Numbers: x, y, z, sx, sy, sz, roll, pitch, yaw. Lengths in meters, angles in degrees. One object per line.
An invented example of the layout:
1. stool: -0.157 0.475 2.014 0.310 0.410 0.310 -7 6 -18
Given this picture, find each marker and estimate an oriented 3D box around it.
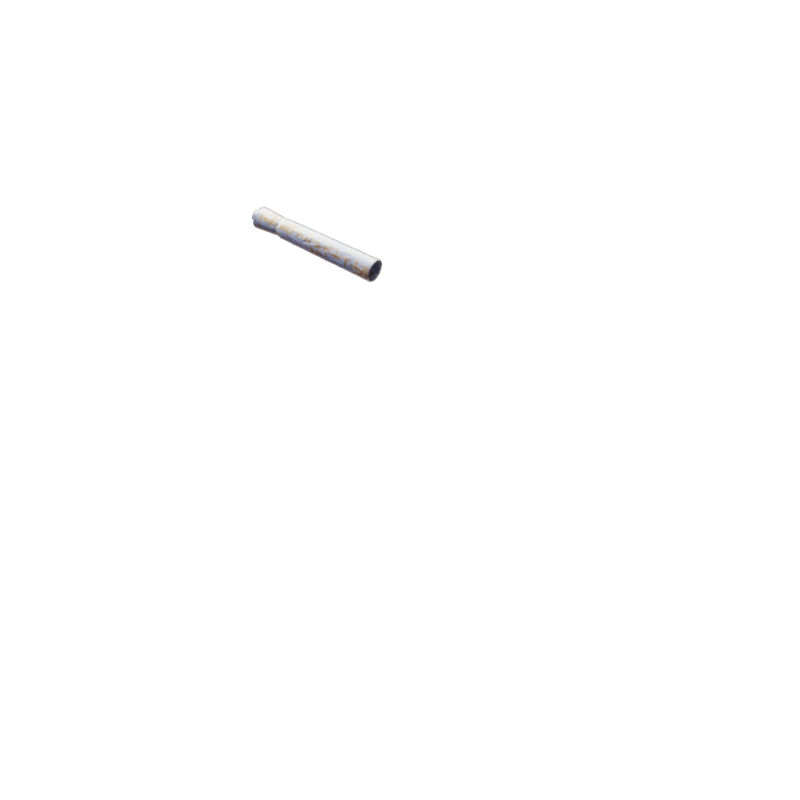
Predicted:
1. marker: -0.068 -0.125 0.873 0.128 0.019 0.019 28 17 28
